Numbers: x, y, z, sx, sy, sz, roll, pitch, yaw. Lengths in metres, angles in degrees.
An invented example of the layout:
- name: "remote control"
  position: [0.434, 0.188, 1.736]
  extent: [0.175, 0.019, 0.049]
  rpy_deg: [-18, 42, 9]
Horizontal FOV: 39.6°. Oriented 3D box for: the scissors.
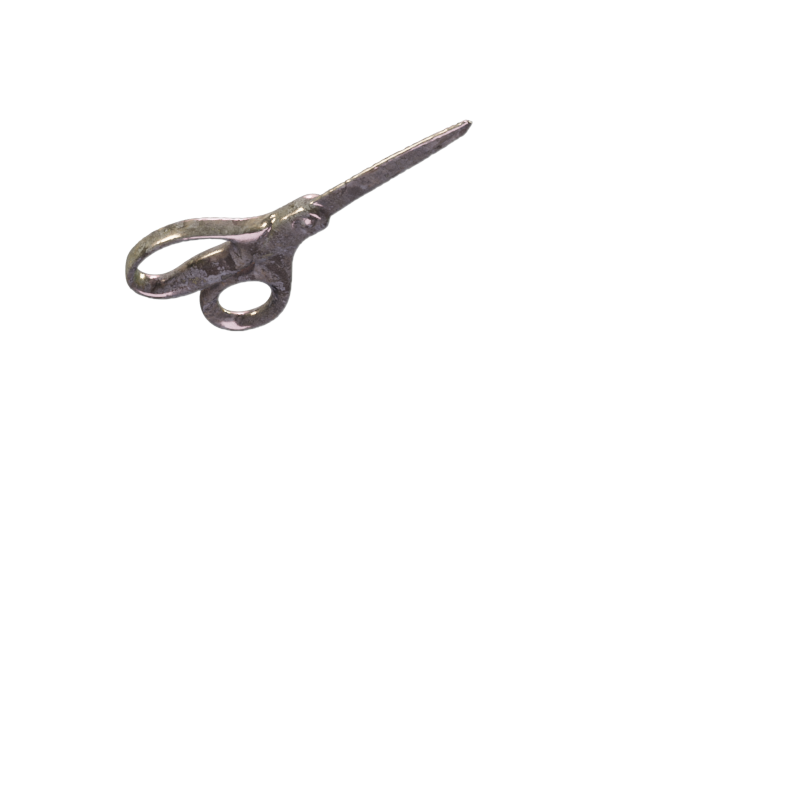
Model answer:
- name: "scissors"
  position: [-0.044, -0.080, 0.561]
  extent: [0.204, 0.017, 0.089]
  rpy_deg: [-14, -36, 20]
